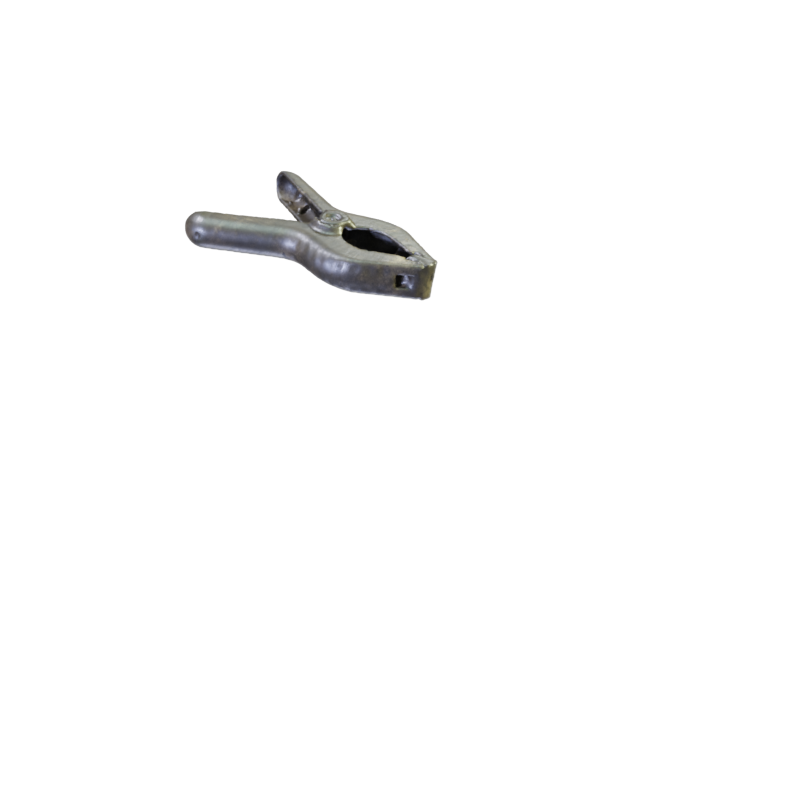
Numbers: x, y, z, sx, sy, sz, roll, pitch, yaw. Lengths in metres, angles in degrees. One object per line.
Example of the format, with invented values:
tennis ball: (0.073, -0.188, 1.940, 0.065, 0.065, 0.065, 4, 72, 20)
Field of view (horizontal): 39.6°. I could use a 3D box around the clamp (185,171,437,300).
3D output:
clamp: (-0.059, -0.108, 0.759, 0.182, 0.037, 0.120, 28, 44, 33)
